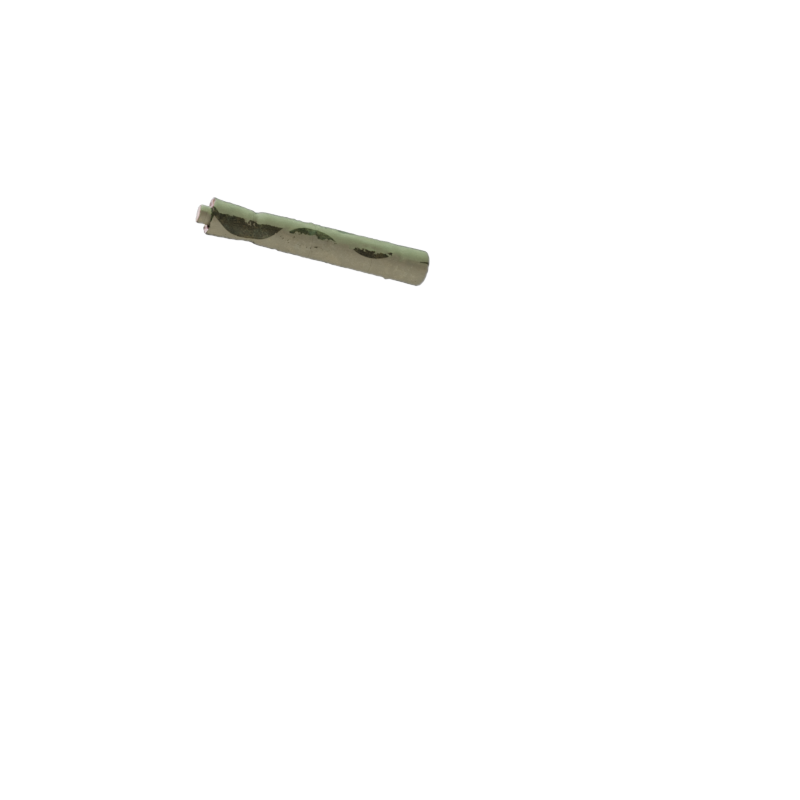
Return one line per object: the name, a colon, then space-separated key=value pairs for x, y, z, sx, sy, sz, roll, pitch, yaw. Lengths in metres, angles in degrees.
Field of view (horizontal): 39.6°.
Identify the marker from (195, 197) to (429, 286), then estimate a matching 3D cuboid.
marker: x=-0.044 y=-0.080 z=0.558 sx=0.117 sy=0.020 sz=0.020 roll=12 pitch=0 yaw=-16
